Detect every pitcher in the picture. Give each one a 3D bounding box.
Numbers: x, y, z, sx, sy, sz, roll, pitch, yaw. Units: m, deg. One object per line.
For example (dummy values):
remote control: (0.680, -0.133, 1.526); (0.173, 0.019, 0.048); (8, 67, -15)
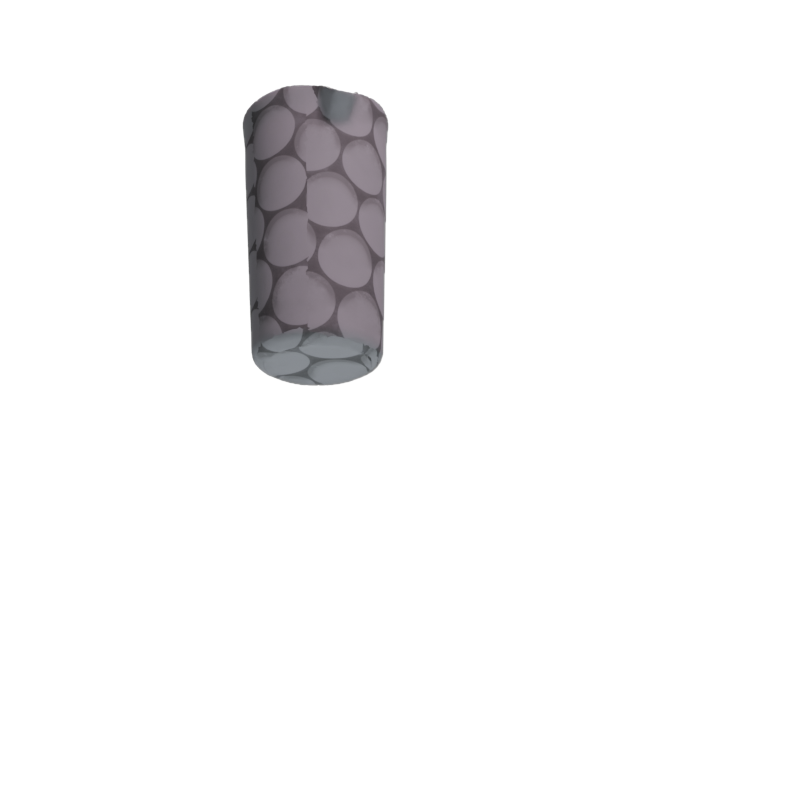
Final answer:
pitcher: (-0.076, -0.138, 0.967); (0.147, 0.258, 0.138); (-12, -28, 21)
